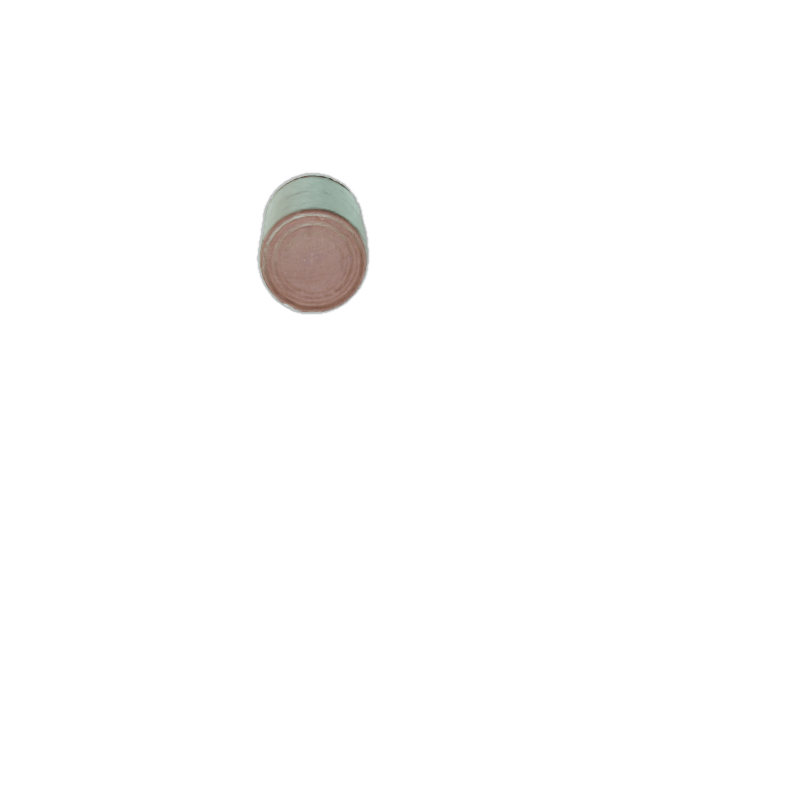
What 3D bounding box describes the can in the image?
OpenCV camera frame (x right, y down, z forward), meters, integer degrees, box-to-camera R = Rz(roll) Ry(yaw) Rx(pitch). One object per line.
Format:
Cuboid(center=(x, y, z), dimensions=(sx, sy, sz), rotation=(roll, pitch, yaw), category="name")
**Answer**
Cuboid(center=(-0.056, -0.102, 0.714), dimensions=(0.068, 0.066, 0.107), rotation=(0, 20, -3), category="can")
